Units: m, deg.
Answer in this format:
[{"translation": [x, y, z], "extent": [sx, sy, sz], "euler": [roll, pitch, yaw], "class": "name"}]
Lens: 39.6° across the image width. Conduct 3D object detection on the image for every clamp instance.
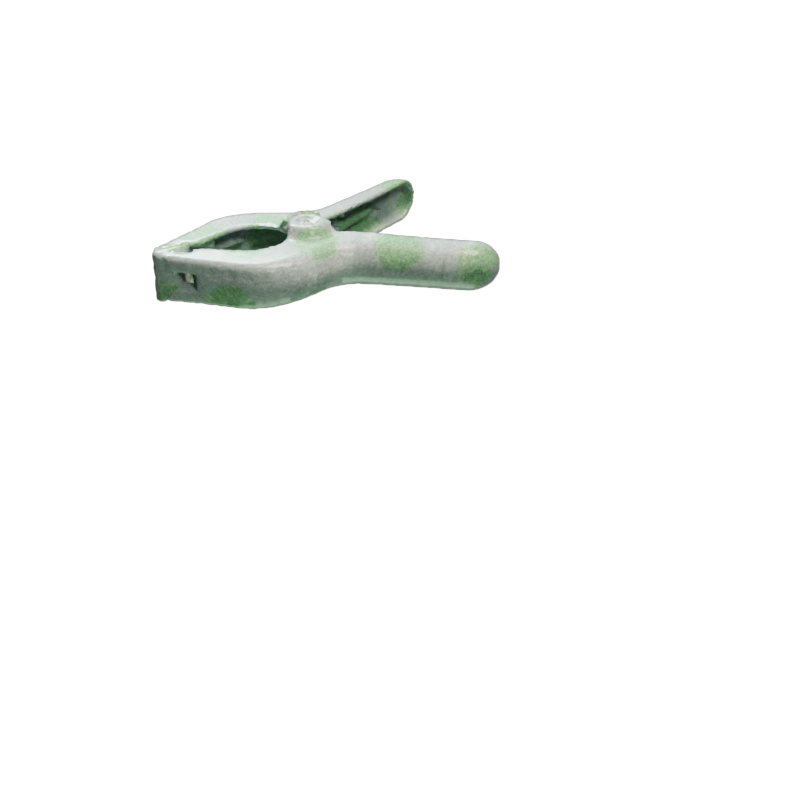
[{"translation": [-0.046, -0.084, 0.589], "extent": [0.169, 0.037, 0.127], "euler": [-5, 24, -11], "class": "clamp"}]
